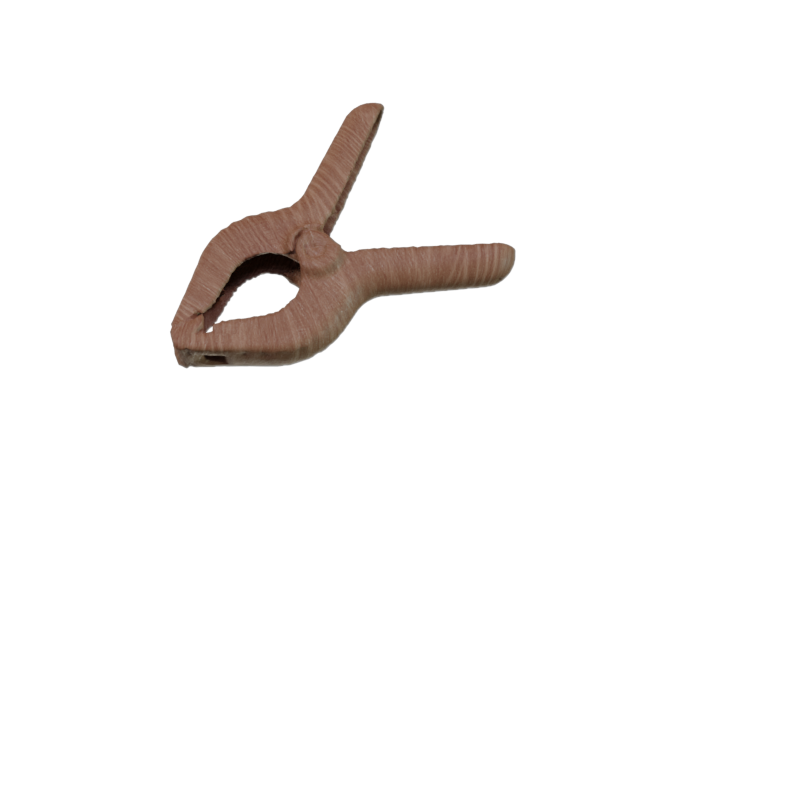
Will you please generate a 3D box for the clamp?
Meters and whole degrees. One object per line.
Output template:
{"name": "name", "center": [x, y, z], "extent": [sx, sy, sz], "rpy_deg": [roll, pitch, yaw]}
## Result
{"name": "clamp", "center": [-0.043, -0.079, 0.550], "extent": [0.171, 0.129, 0.037], "rpy_deg": [-25, -29, -15]}
